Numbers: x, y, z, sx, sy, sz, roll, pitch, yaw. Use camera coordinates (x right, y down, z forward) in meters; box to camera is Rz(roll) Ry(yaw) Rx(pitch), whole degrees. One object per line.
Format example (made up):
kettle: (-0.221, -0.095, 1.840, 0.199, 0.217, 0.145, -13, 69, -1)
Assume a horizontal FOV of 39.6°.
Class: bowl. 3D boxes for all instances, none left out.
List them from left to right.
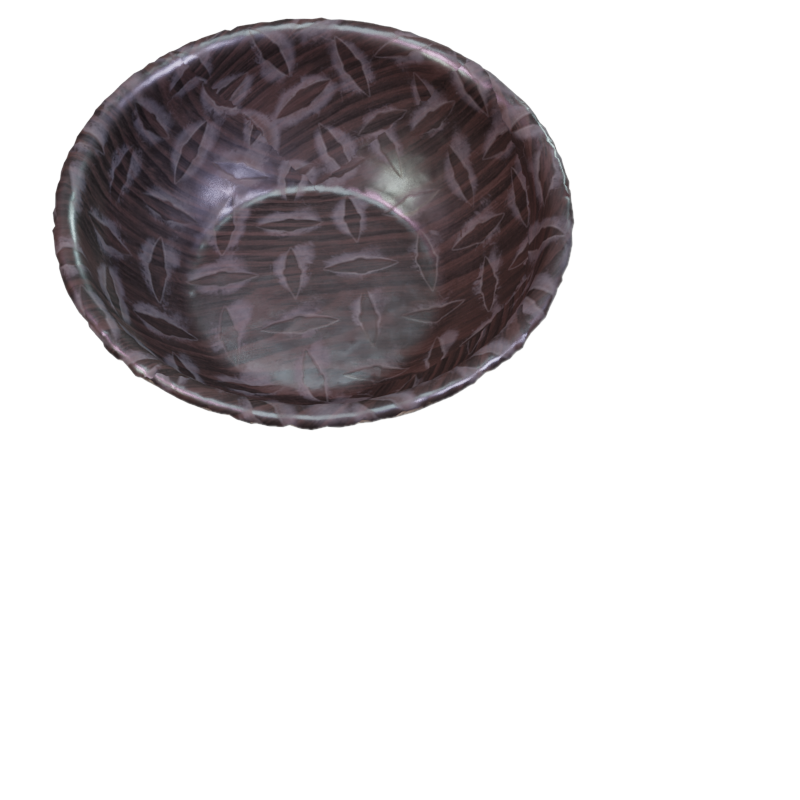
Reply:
bowl: (-0.029, -0.052, 0.366, 0.162, 0.173, 0.051, -1, -33, -1)
